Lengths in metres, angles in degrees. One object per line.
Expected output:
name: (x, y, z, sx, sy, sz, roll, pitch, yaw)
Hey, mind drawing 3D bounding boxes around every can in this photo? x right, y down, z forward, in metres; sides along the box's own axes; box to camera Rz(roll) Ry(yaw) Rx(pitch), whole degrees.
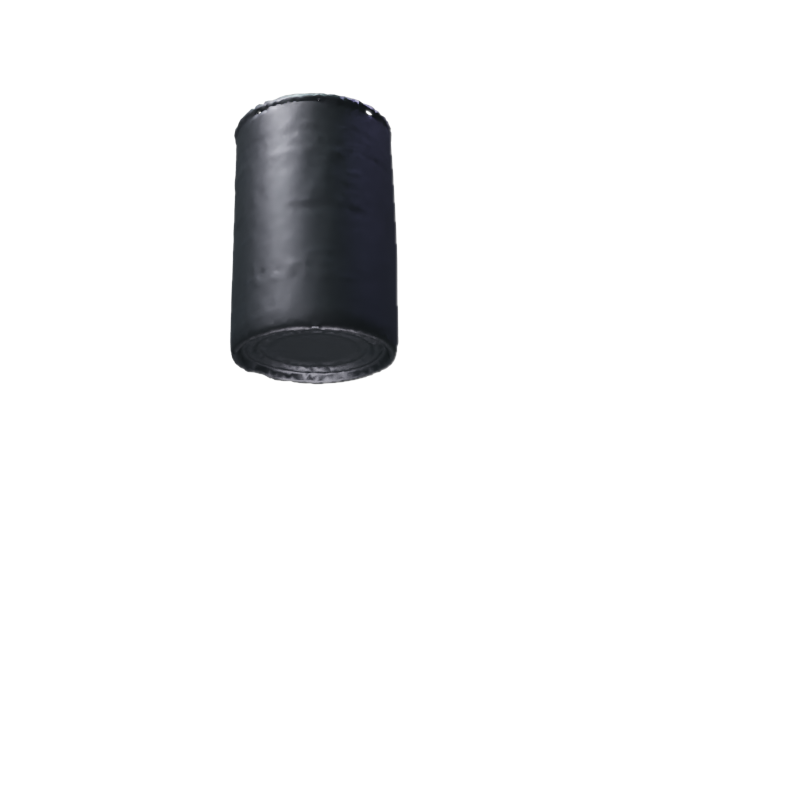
can: (-0.036, -0.065, 0.457, 0.068, 0.108, 0.065, 0, -23, -2)
